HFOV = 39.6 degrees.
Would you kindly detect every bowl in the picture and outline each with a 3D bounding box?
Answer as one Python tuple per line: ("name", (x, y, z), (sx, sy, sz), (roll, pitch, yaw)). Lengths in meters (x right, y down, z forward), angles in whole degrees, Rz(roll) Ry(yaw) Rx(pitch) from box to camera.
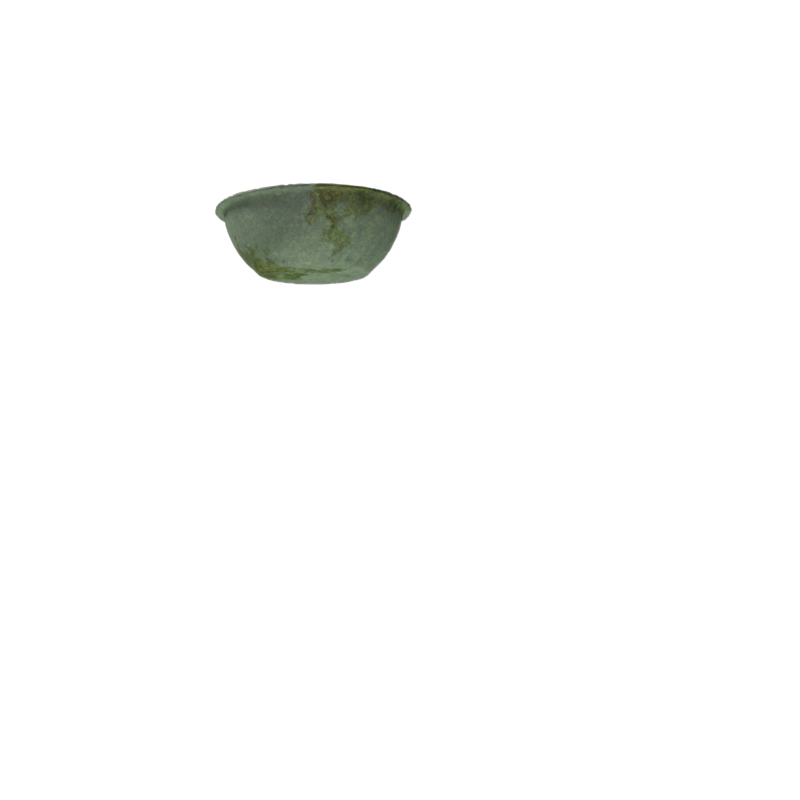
("bowl", (-0.071, -0.130, 0.908), (0.162, 0.056, 0.159), (0, -6, -2))
